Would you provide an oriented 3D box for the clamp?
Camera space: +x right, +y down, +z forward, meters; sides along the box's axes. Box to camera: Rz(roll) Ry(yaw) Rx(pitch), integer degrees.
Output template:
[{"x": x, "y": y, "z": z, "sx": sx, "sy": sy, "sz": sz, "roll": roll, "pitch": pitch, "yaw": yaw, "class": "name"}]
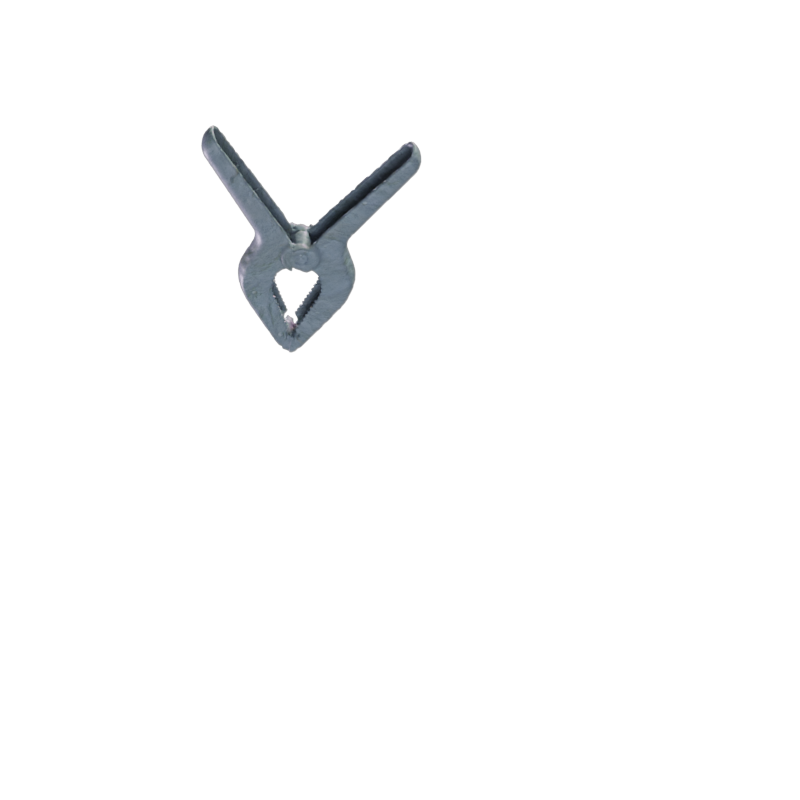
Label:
[{"x": -0.069, "y": -0.126, "z": 0.881, "sx": 0.164, "sy": 0.196, "sz": 0.039, "roll": 1, "pitch": 39, "yaw": -1, "class": "clamp"}]
